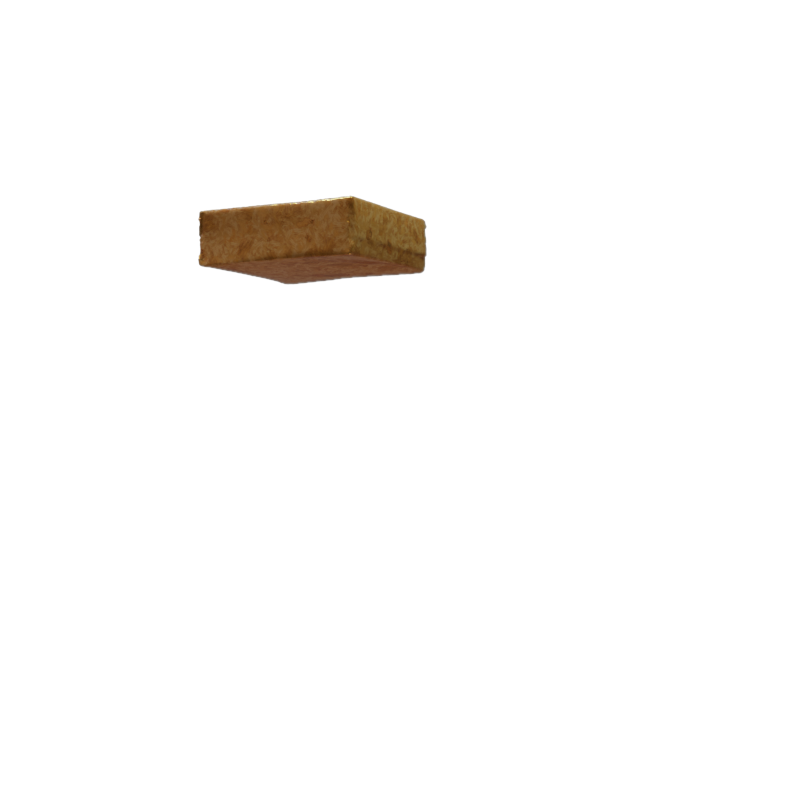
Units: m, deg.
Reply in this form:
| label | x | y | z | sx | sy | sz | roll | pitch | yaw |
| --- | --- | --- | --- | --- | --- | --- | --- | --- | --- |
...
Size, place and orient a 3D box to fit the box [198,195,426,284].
| label | x | y | z | sx | sy | sz | roll | pitch | yaw |
| --- | --- | --- | --- | --- | --- | --- | --- | --- | --- |
| box | -0.053 | -0.097 | 0.680 | 0.117 | 0.040 | 0.086 | -2 | -4 | 31 |
